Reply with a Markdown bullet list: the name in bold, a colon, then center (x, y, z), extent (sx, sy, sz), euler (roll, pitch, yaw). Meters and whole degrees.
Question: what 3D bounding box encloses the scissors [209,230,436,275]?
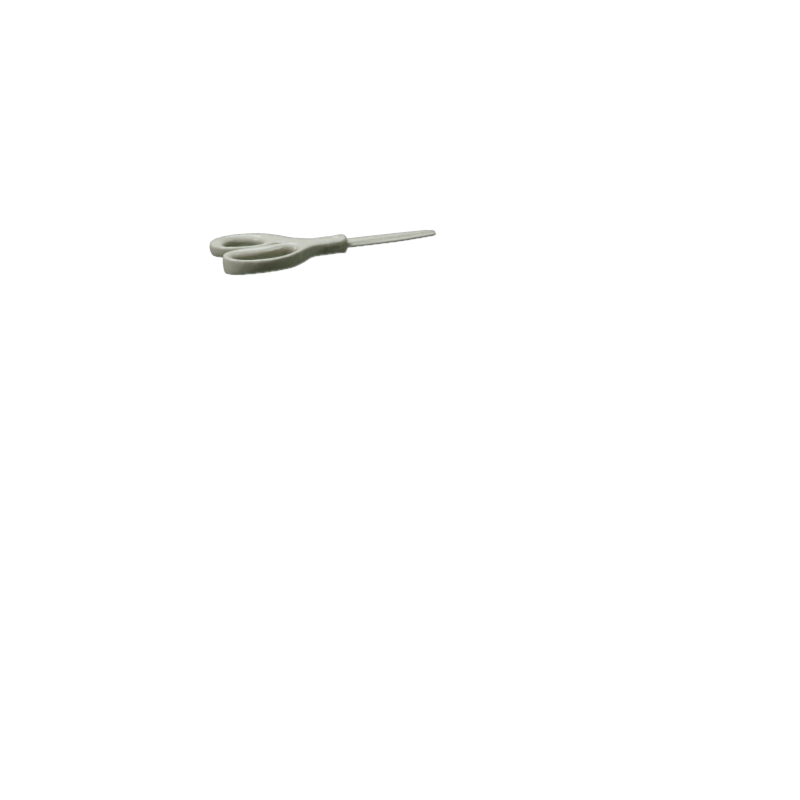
- **scissors**: center (-0.073, -0.134, 0.935), extent (0.198, 0.015, 0.102), euler (-19, 28, -39)
